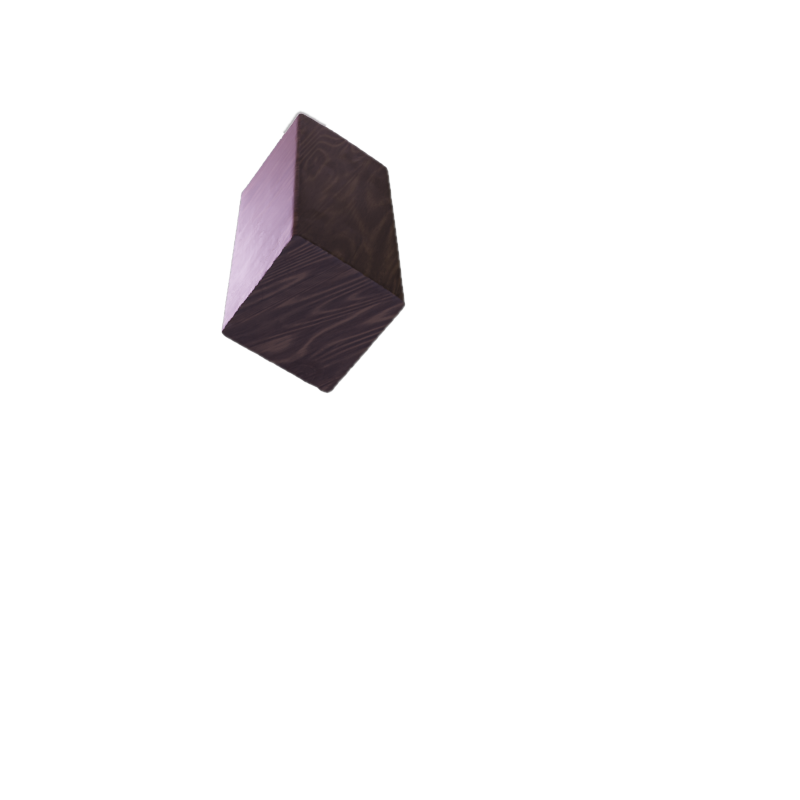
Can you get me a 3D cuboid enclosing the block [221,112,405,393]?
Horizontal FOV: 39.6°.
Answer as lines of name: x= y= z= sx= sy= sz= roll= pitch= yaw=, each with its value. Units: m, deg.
block: x=-0.062 y=-0.115 z=0.804 sx=0.086 sy=0.089 sz=0.220 roll=30 pitch=27 yaw=-21
